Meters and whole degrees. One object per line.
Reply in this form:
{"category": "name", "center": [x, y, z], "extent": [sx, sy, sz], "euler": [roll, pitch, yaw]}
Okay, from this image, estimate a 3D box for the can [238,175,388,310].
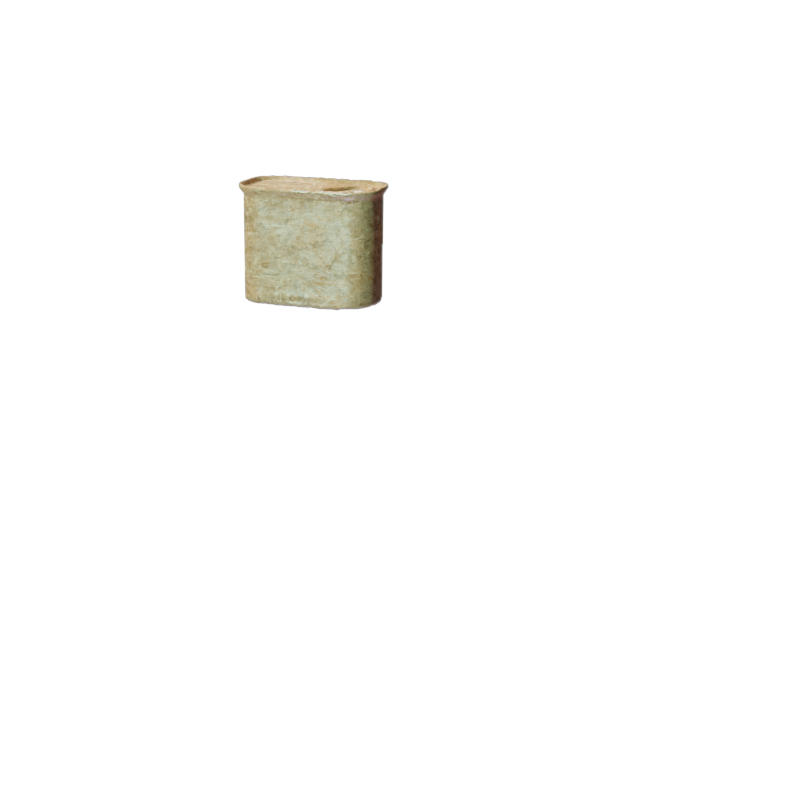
{"category": "can", "center": [-0.061, -0.111, 0.780], "extent": [0.105, 0.081, 0.058], "euler": [6, 15, 18]}
